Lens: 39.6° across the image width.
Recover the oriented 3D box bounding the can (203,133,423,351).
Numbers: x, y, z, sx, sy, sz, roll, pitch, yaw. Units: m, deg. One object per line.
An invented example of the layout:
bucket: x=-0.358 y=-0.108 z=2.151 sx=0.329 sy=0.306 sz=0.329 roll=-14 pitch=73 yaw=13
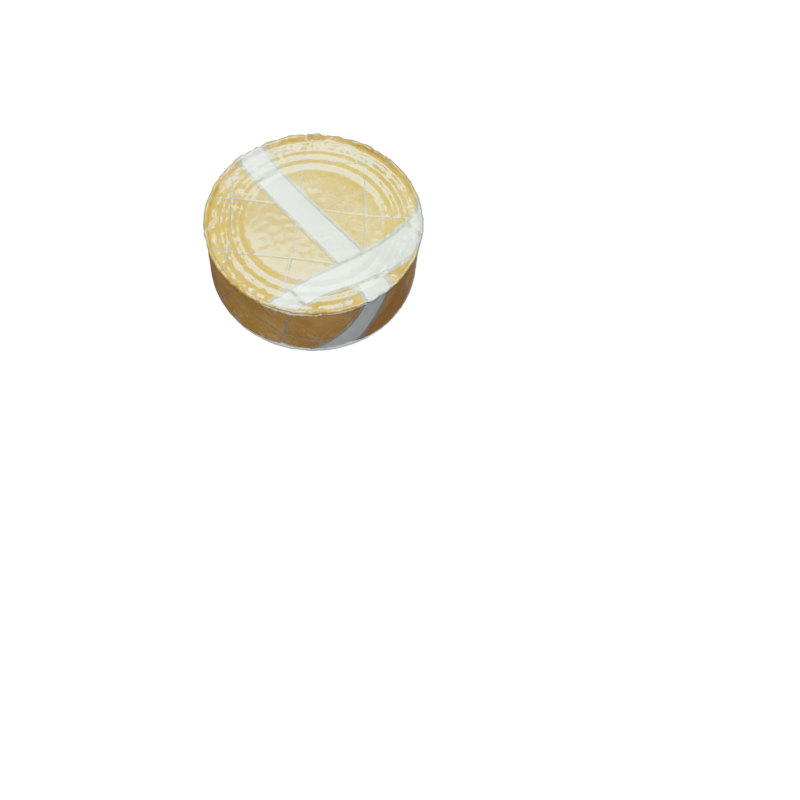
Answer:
can: x=-0.035 y=-0.063 z=0.444 sx=0.086 sy=0.092 sz=0.031 roll=-1 pitch=-31 yaw=-1
